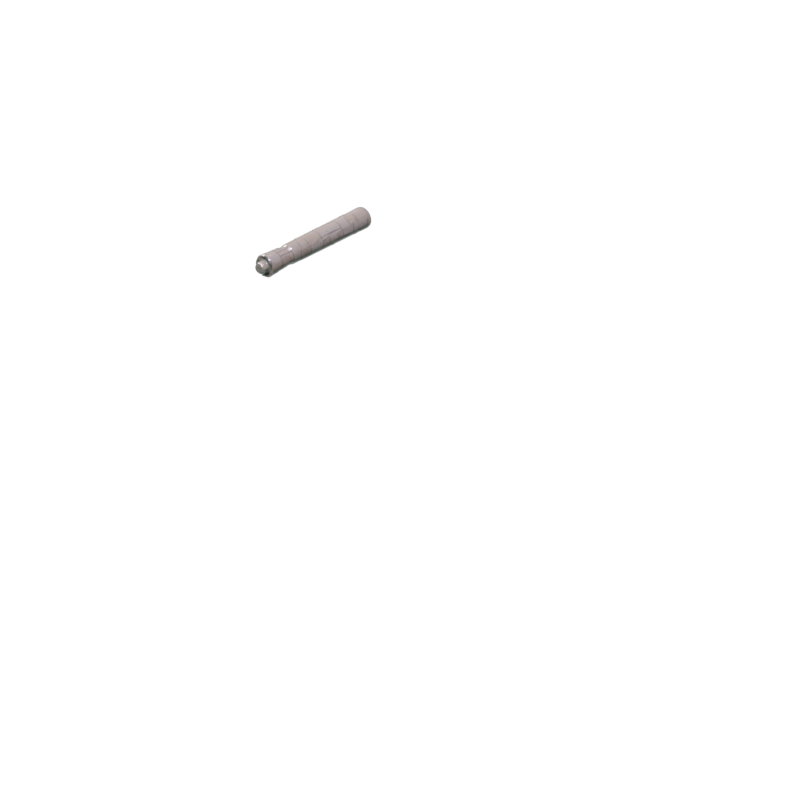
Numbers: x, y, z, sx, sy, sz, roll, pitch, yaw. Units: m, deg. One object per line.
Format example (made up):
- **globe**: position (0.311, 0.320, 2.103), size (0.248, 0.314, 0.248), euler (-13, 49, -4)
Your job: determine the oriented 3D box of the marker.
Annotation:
- **marker**: position (-0.069, -0.126, 0.882), size (0.021, 0.019, 0.121), euler (4, 28, 44)
